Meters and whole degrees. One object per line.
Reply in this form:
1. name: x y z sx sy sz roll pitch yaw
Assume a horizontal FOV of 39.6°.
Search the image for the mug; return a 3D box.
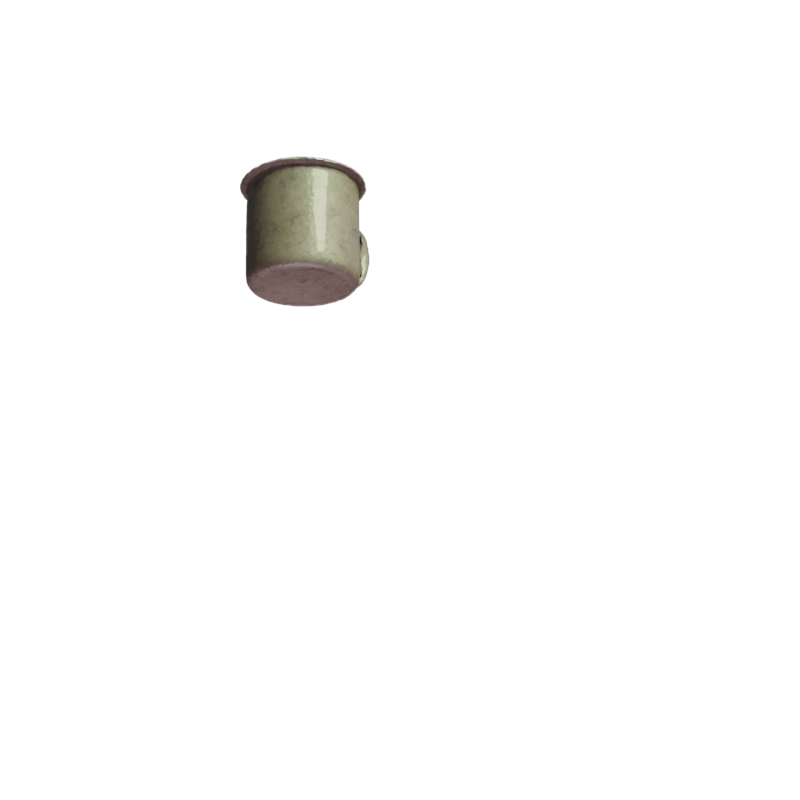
1. mug: -0.064 -0.116 0.813 0.095 0.086 0.109 -16 -25 34
